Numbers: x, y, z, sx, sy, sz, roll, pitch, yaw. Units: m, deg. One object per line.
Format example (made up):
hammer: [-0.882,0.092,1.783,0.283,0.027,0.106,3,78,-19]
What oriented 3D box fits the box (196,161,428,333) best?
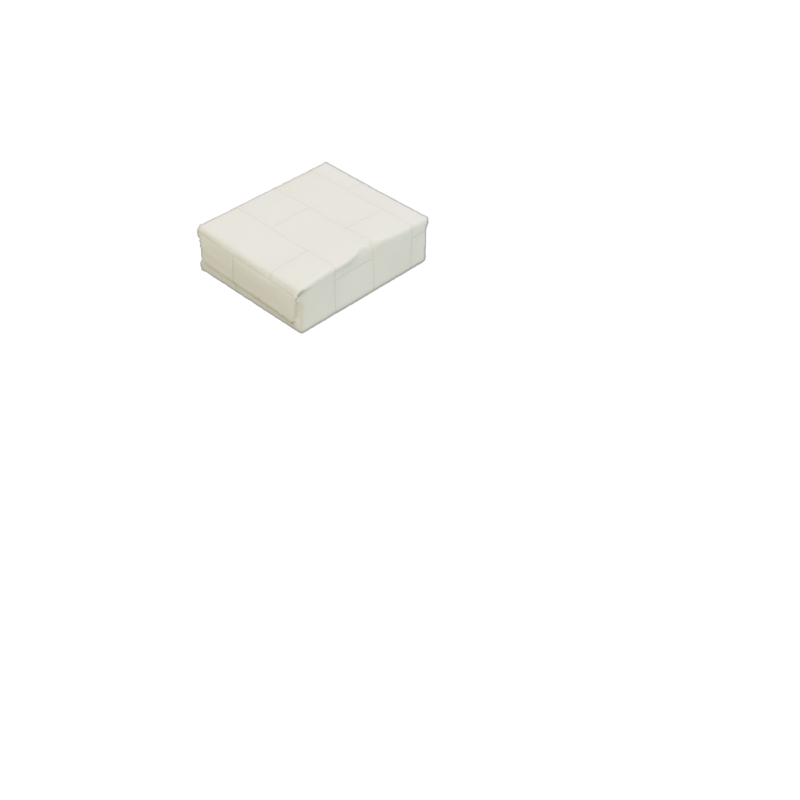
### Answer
box: [-0.042,-0.077,0.541,0.078,0.028,0.089,33,49,33]
